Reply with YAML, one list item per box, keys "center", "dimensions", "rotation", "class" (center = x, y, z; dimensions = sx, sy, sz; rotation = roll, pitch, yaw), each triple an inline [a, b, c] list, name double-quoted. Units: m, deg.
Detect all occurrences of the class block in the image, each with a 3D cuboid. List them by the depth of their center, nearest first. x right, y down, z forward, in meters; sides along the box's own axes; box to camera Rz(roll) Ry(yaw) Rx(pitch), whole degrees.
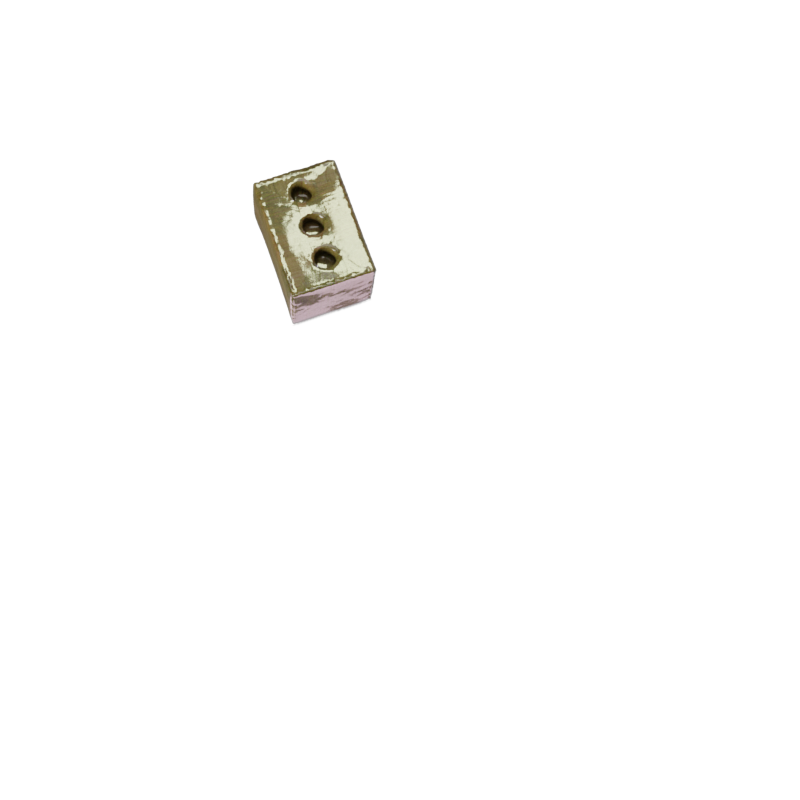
- center: [-0.052, -0.095, 0.662]
  dimensions: [0.052, 0.082, 0.049]
  rotation: [-18, -19, -8]
  class: "block"
